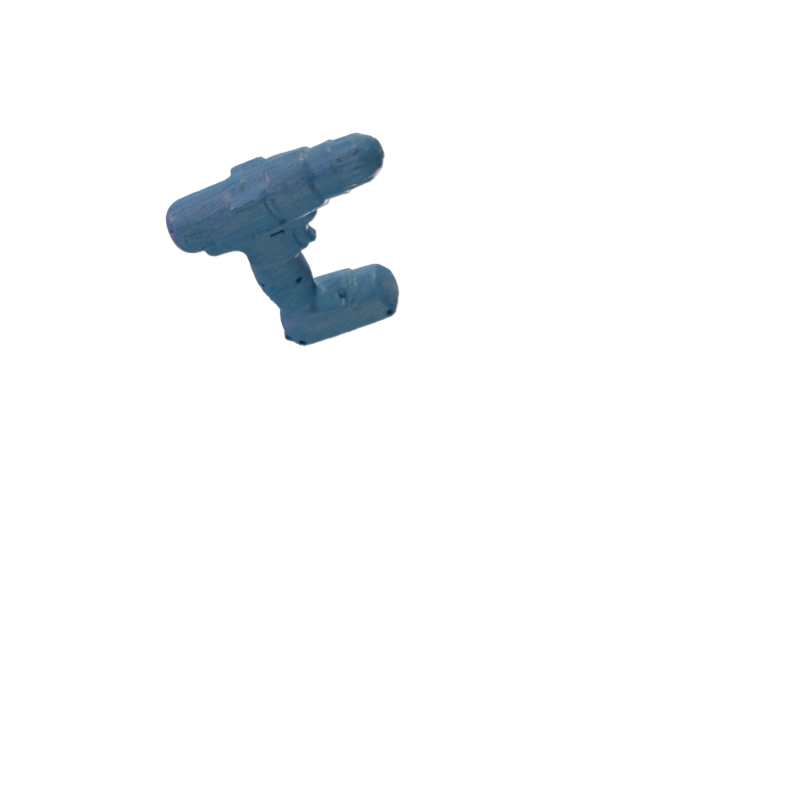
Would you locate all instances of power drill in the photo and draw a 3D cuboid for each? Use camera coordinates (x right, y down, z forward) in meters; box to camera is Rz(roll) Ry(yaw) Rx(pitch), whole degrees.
[{"bbox_3d":[-0.071,-0.130,0.908,0.186,0.062,0.173,-16,-41,19],"label":"power drill"}]
